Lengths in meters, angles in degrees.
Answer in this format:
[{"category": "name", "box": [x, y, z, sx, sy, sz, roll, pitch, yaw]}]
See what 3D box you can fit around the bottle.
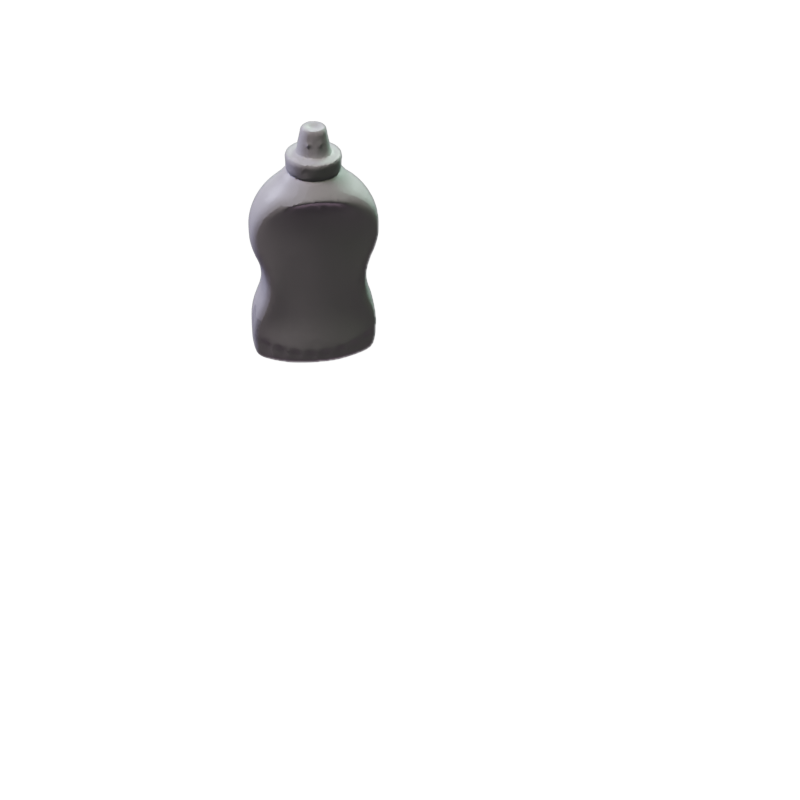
[{"category": "bottle", "box": [-0.065, -0.118, 0.827, 0.095, 0.179, 0.063, -2, 36, -7]}]
